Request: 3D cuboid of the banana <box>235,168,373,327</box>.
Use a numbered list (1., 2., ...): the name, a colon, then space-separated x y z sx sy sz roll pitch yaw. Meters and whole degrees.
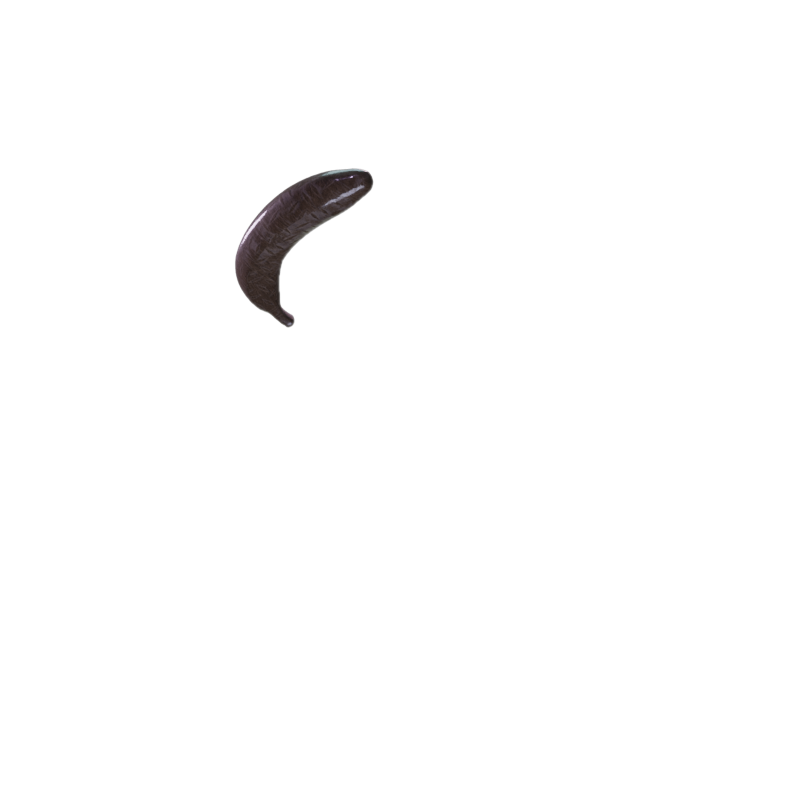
1. banana: -0.087 -0.125 0.867 0.067 0.039 0.191 12 -33 -19
